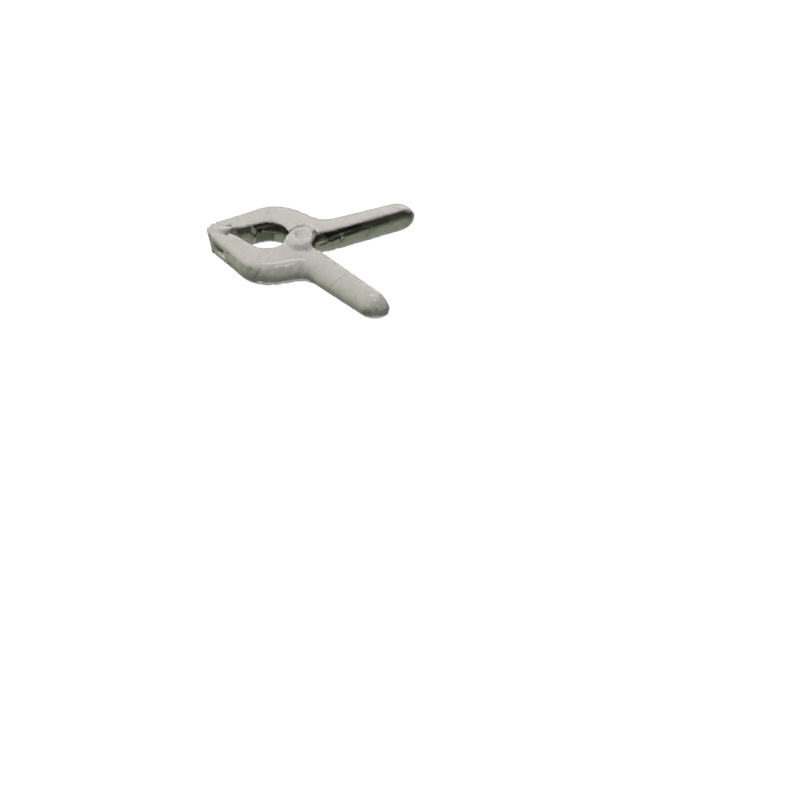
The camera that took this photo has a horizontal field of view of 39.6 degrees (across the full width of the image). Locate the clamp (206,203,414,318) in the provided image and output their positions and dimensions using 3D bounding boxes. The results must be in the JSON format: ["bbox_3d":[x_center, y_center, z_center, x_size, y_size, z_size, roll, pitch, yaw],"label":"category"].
[{"bbox_3d":[-0.072,-0.132,0.925,0.177,0.036,0.125,16,47,15],"label":"clamp"}]
